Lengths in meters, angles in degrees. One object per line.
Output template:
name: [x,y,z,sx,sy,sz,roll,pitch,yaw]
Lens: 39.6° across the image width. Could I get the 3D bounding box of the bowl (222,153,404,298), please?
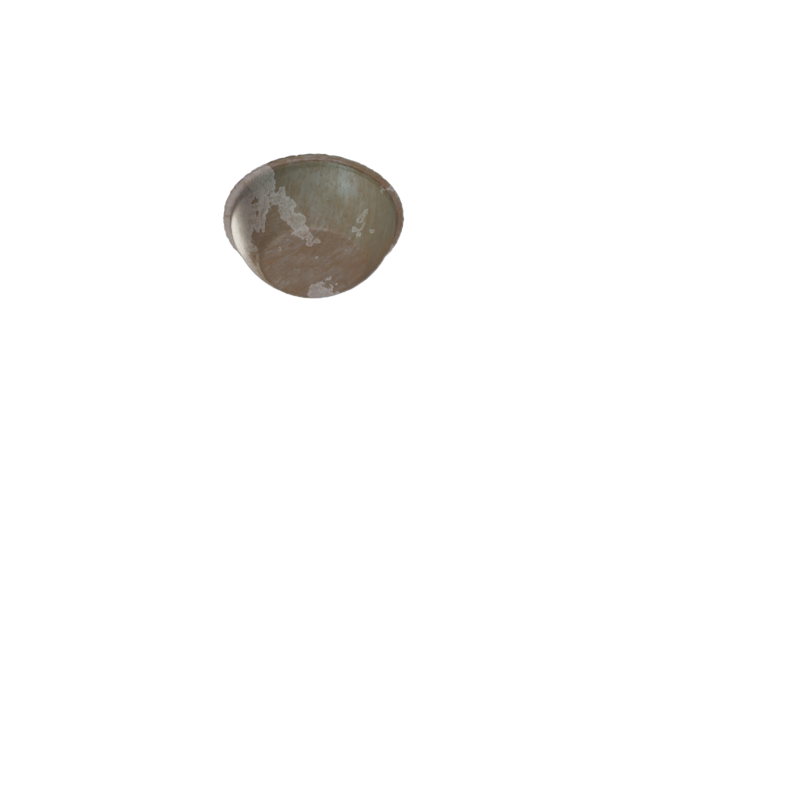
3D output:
bowl: [-0.076,-0.139,0.971,0.162,0.059,0.151,1,-39,-1]
